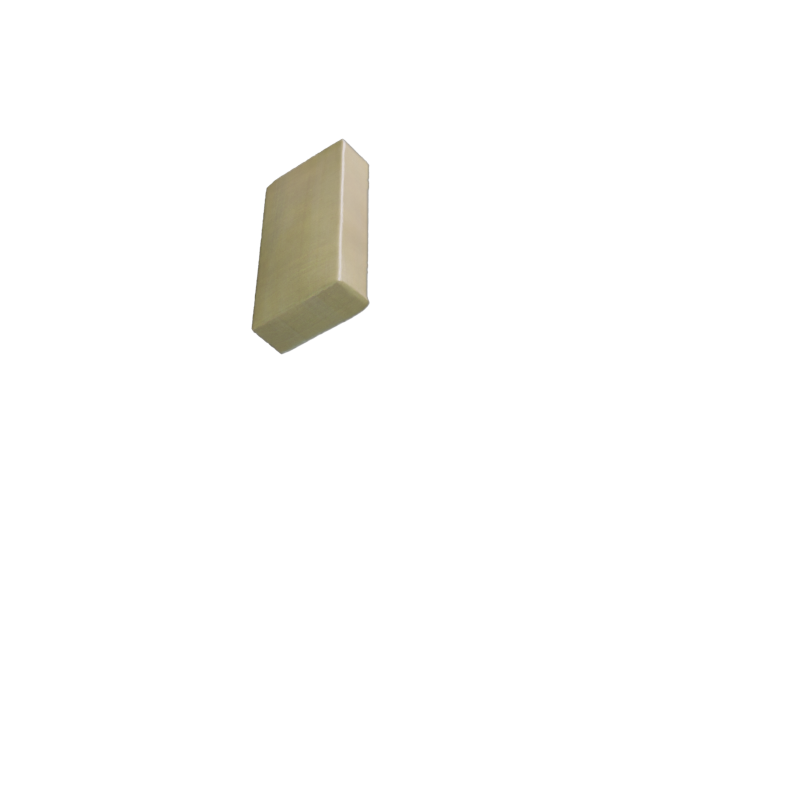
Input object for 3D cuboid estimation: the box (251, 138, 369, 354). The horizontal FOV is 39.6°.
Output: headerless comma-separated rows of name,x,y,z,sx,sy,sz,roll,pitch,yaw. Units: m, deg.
box,-0.073,-0.132,0.925,0.093,0.189,0.045,-28,-47,25
